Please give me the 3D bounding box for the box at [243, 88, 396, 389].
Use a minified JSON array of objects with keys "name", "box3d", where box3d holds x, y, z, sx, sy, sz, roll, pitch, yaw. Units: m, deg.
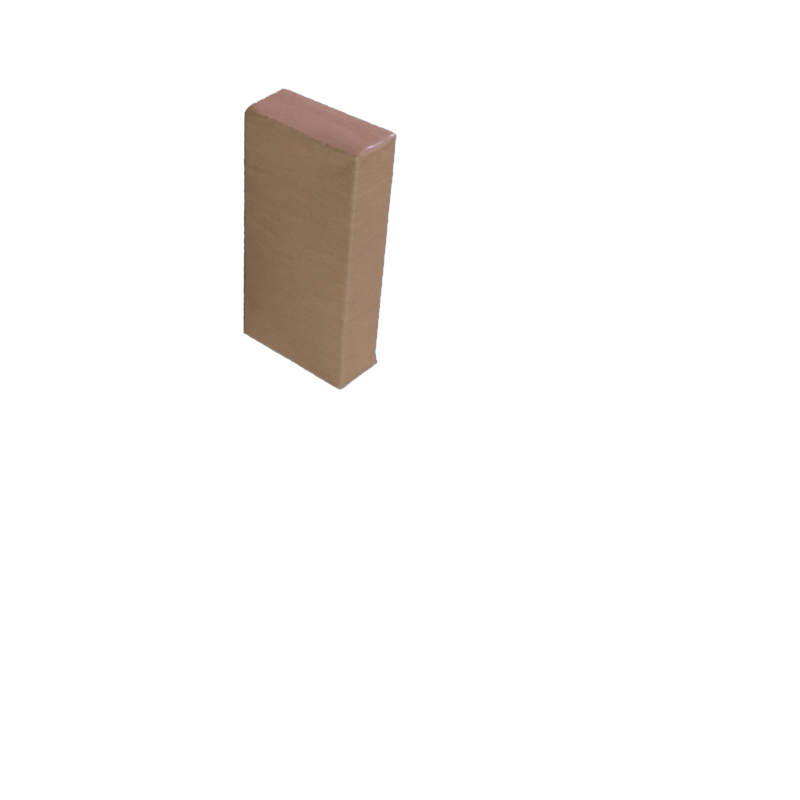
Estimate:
[{"name":"box","box3d":[-0.056,-0.101,0.711,0.099,0.165,0.048,28,44,29]}]
